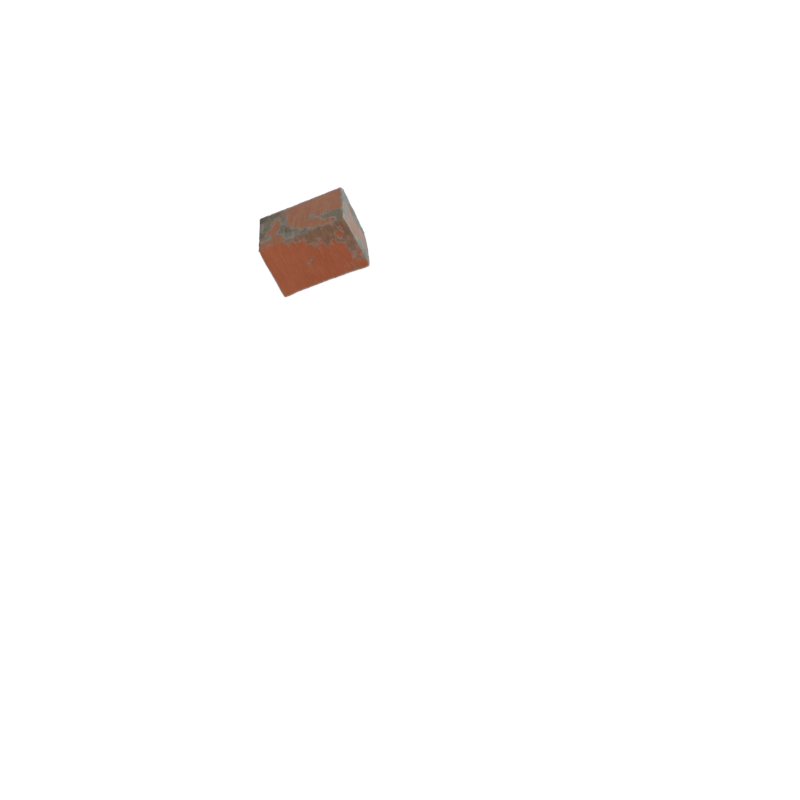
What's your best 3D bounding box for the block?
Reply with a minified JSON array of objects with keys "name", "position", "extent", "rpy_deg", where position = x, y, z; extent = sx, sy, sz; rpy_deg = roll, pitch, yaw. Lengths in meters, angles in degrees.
[{"name":"block","position":[-0.071,-0.130,0.910],"extent":[0.078,0.049,0.055],"rpy_deg":[-19,36,12]}]
